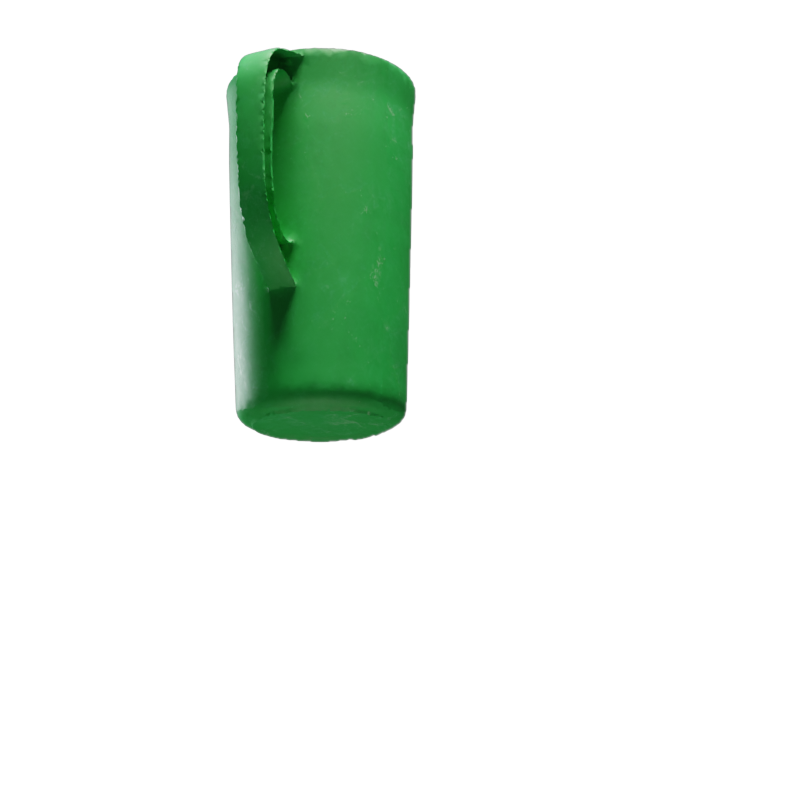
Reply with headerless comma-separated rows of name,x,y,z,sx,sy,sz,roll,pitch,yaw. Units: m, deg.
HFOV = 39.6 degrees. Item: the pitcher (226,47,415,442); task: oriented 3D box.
pitcher,-0.057,-0.104,0.731,0.144,0.255,0.143,7,-22,-23
